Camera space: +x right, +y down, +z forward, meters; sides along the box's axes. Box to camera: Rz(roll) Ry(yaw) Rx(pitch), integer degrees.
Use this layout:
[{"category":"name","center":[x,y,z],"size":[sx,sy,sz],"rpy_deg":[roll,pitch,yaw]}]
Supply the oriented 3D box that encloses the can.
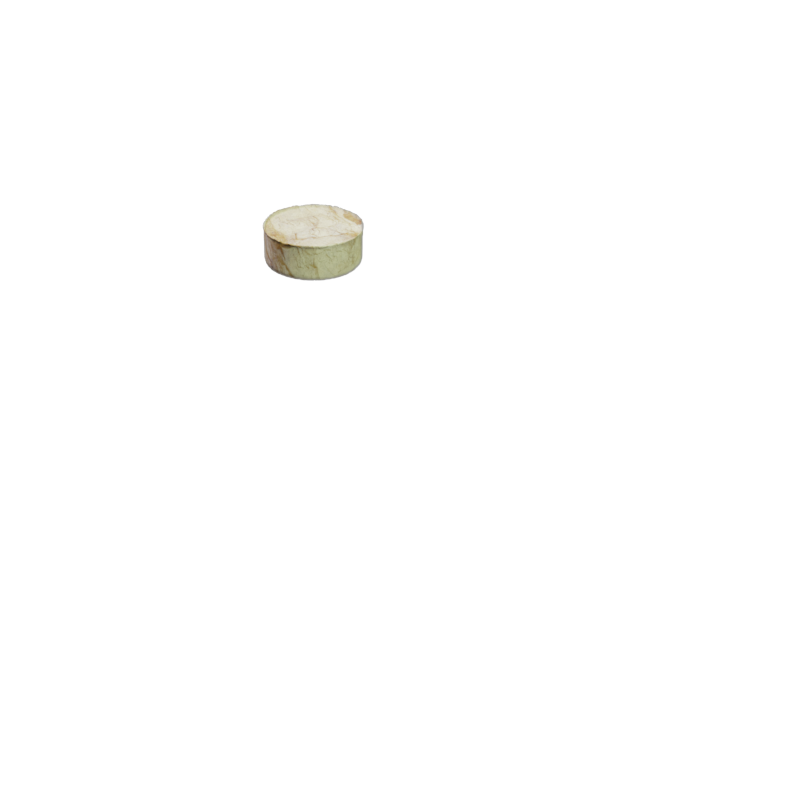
[{"category":"can","center":[-0.074,-0.135,0.945],"size":[0.086,0.032,0.091],"rpy_deg":[-1,31,-2]}]
